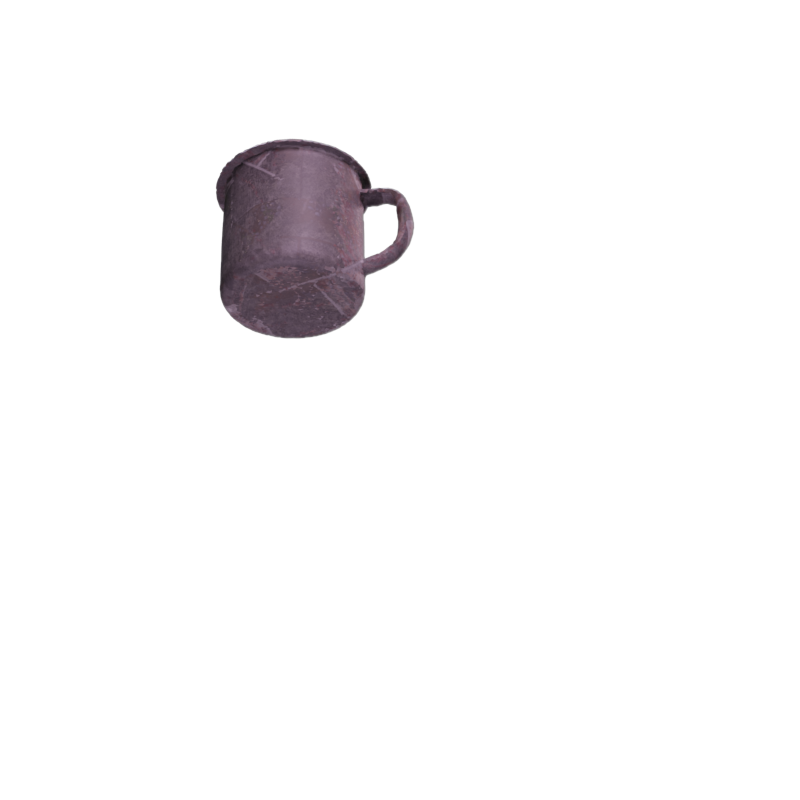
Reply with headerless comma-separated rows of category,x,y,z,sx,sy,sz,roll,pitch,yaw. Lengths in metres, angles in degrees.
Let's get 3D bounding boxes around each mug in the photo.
mug,-0.050,-0.091,0.635,0.118,0.087,0.086,-7,-35,9
